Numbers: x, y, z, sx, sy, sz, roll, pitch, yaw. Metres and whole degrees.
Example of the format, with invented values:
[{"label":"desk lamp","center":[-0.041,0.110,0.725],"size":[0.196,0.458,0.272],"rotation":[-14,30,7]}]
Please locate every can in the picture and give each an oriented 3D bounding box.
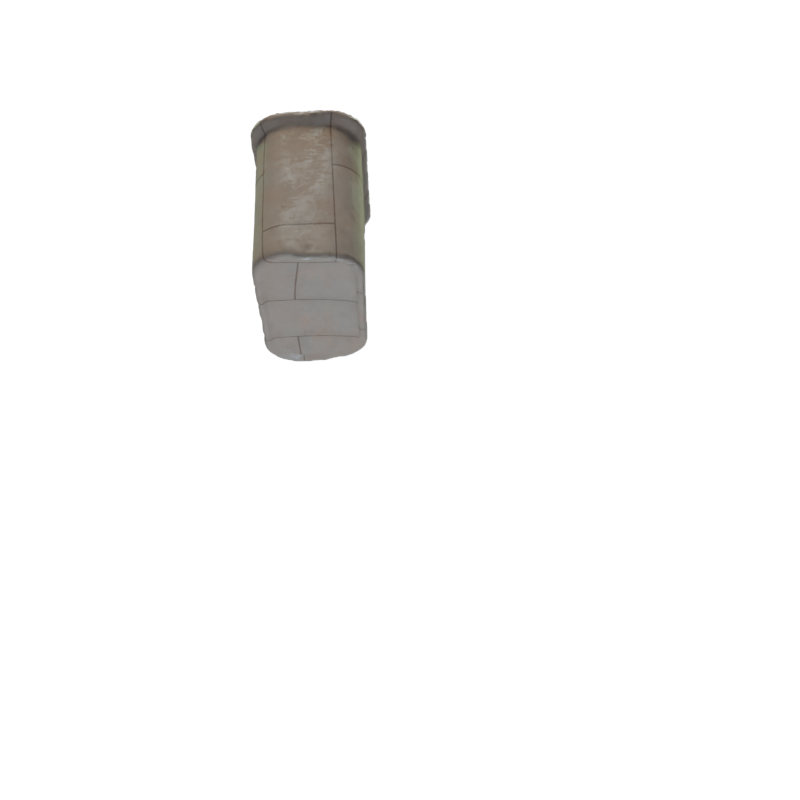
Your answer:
[{"label":"can","center":[-0.043,-0.079,0.551],"size":[0.058,0.089,0.095],"rotation":[-2,-30,0]}]
